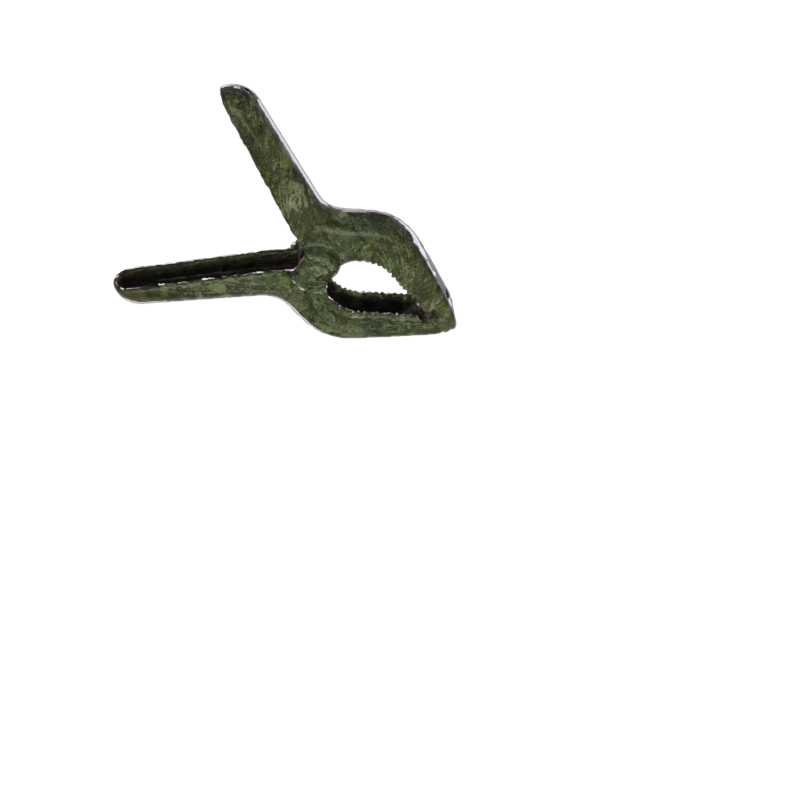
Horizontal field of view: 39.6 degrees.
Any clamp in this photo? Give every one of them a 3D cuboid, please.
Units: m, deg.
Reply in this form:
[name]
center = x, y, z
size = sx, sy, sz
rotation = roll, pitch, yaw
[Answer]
[clamp]
center = -0.053, -0.097, 0.677
size = 0.204, 0.158, 0.039
rotation = 18, 37, -14
